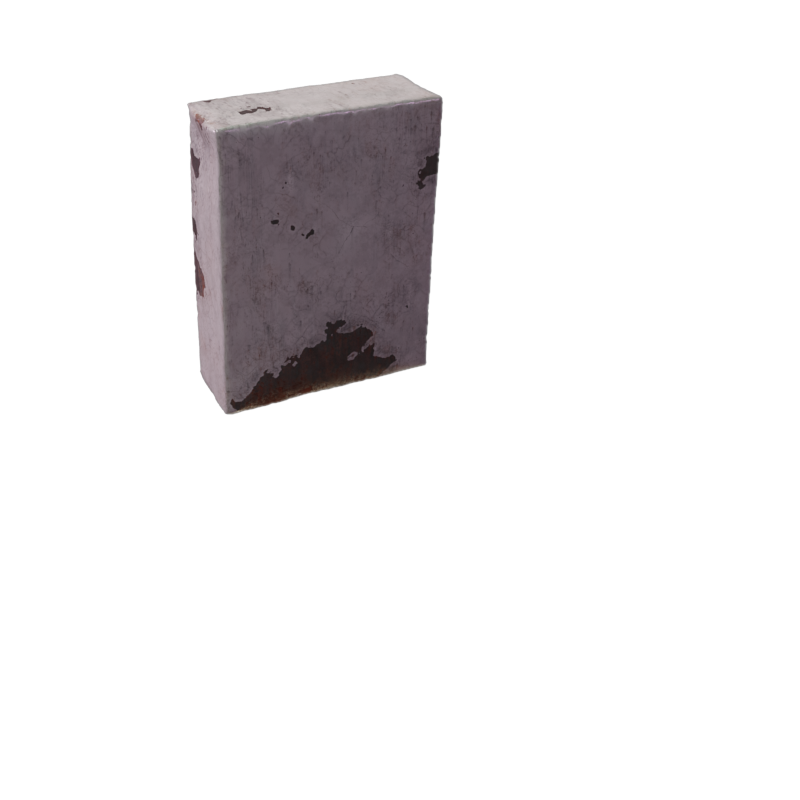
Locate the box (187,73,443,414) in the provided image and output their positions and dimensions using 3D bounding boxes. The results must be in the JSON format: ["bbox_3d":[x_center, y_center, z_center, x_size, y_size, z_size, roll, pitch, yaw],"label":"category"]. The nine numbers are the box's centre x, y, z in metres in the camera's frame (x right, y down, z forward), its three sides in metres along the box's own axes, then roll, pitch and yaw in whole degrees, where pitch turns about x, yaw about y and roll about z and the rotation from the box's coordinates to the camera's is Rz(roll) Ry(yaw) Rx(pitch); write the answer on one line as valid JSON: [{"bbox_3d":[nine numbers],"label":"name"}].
[{"bbox_3d":[-0.061,-0.112,0.782,0.161,0.202,0.077,-13,31,-24],"label":"box"}]
